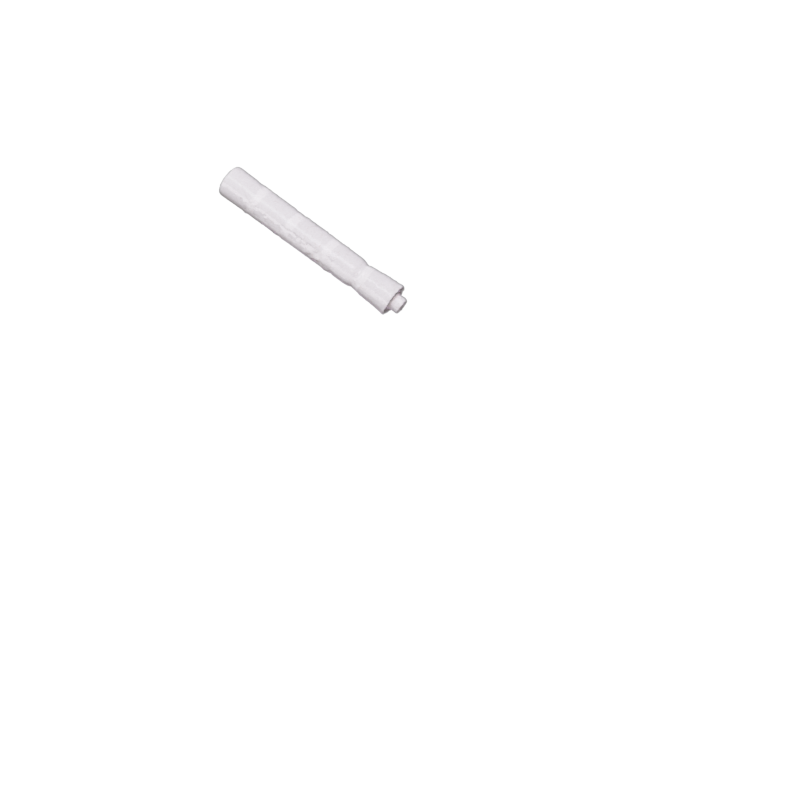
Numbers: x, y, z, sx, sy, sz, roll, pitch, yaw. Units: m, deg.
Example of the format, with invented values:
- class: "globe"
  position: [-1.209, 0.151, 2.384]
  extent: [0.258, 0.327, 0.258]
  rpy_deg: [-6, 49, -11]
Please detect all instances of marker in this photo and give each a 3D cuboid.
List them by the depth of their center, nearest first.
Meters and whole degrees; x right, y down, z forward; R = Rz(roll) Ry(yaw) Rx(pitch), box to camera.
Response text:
- class: "marker"
  position: [-0.047, -0.086, 0.601]
  extent: [0.126, 0.019, 0.019]
  rpy_deg: [37, 13, 15]
